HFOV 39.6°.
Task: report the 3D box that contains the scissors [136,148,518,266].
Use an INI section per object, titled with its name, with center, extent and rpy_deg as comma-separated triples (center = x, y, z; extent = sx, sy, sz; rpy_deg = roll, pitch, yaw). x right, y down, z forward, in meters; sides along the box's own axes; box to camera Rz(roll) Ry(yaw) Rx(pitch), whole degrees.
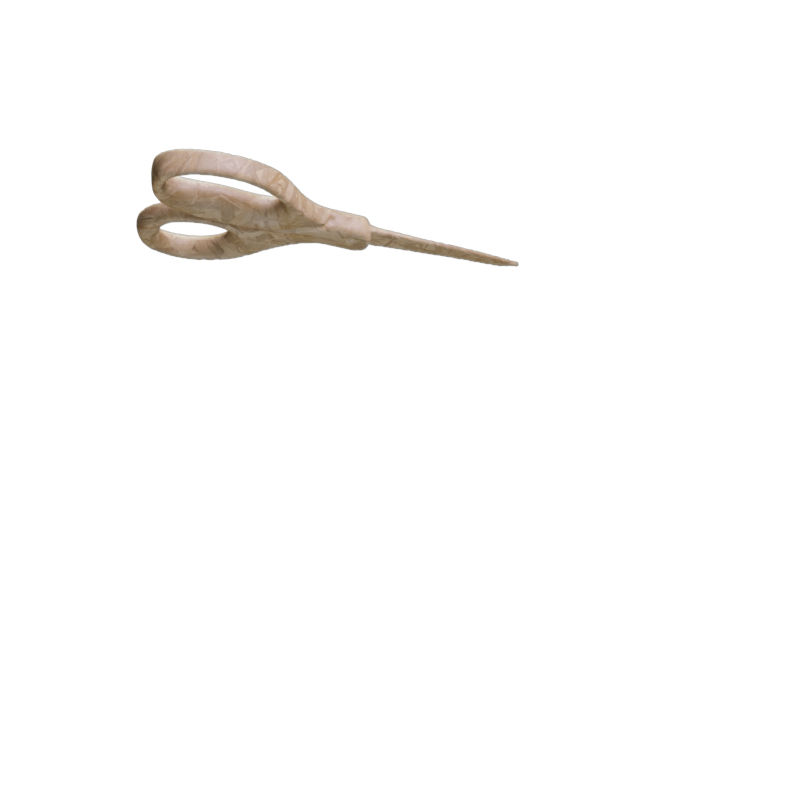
[scissors]
center = -0.044, -0.079, 0.556
extent = 0.191, 0.017, 0.096
rpy_deg = 16, -25, -37
